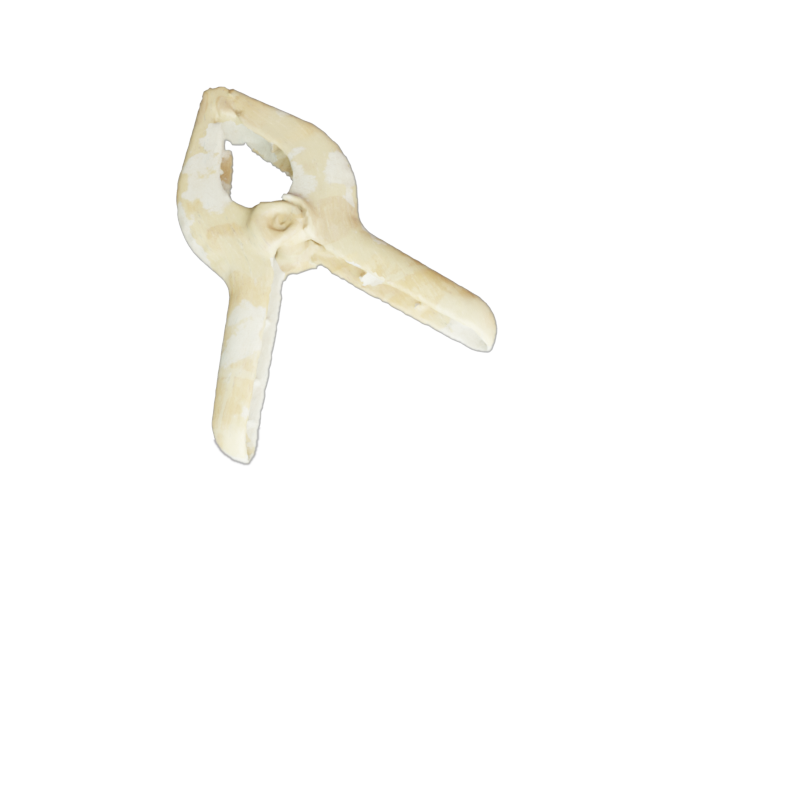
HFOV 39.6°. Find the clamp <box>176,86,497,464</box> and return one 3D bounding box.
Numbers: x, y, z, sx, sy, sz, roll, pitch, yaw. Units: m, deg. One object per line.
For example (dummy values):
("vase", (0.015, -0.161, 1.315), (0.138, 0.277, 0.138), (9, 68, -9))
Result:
("clamp", (-0.037, -0.068, 0.473), (0.119, 0.183, 0.037), (-15, -25, -7))
